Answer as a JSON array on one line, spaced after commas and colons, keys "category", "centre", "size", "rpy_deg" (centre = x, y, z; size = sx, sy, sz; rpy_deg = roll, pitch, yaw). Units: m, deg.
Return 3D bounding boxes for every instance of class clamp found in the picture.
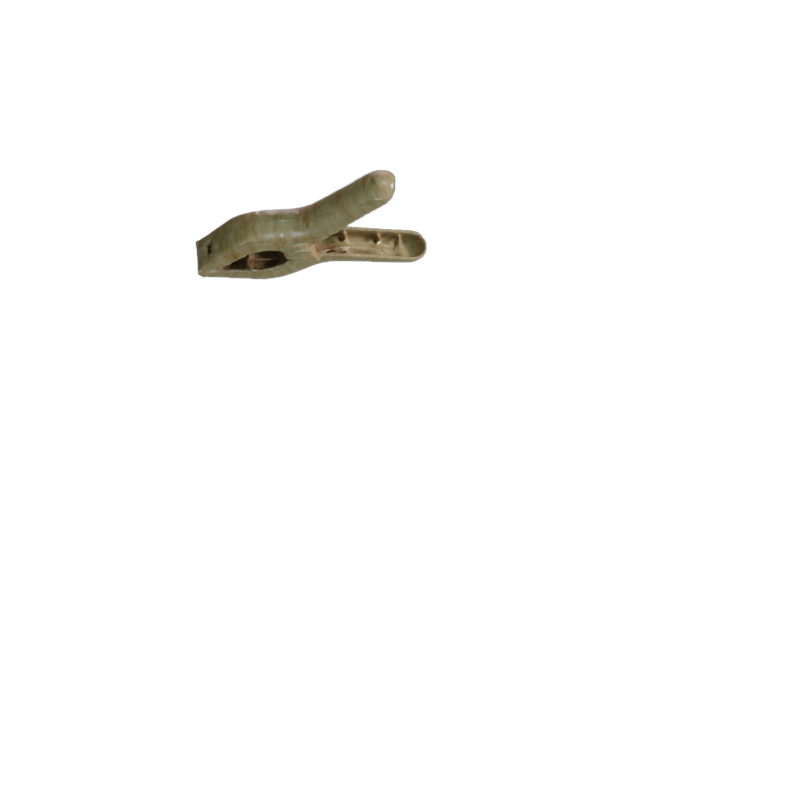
[{"category": "clamp", "centre": [-0.064, -0.117, 0.822], "size": [0.174, 0.042, 0.111], "rpy_deg": [-10, -27, 21]}]
